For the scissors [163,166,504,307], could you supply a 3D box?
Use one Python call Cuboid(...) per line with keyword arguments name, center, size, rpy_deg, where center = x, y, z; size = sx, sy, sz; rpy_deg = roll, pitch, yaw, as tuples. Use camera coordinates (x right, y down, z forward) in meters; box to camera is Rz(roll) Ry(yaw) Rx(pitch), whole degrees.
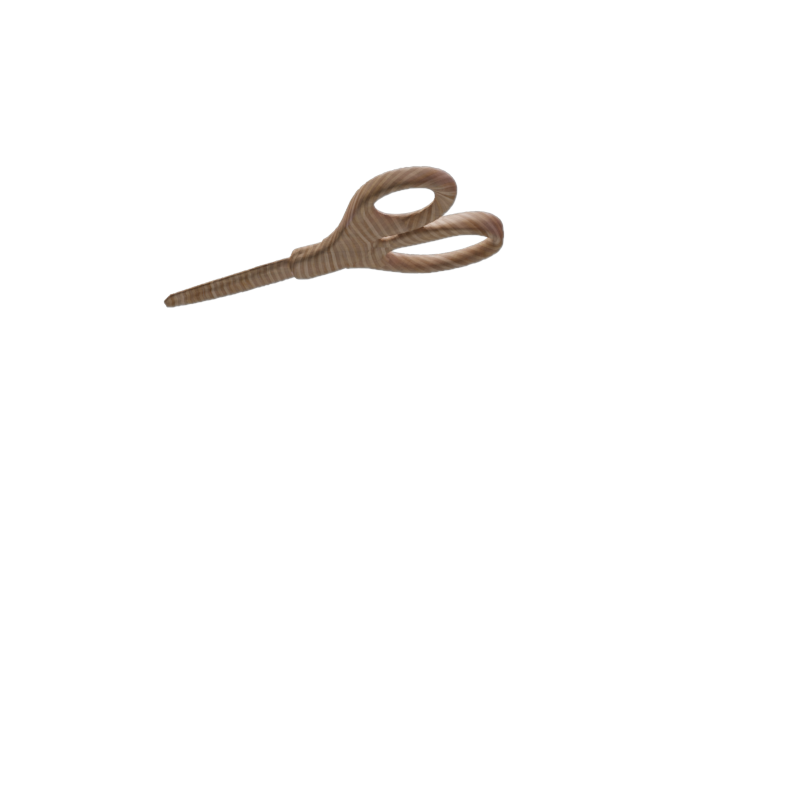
Cuboid(name="scissors", center=(-0.047, -0.085, 0.598), size=(0.204, 0.017, 0.089), rpy_deg=(-6, -28, 10))
